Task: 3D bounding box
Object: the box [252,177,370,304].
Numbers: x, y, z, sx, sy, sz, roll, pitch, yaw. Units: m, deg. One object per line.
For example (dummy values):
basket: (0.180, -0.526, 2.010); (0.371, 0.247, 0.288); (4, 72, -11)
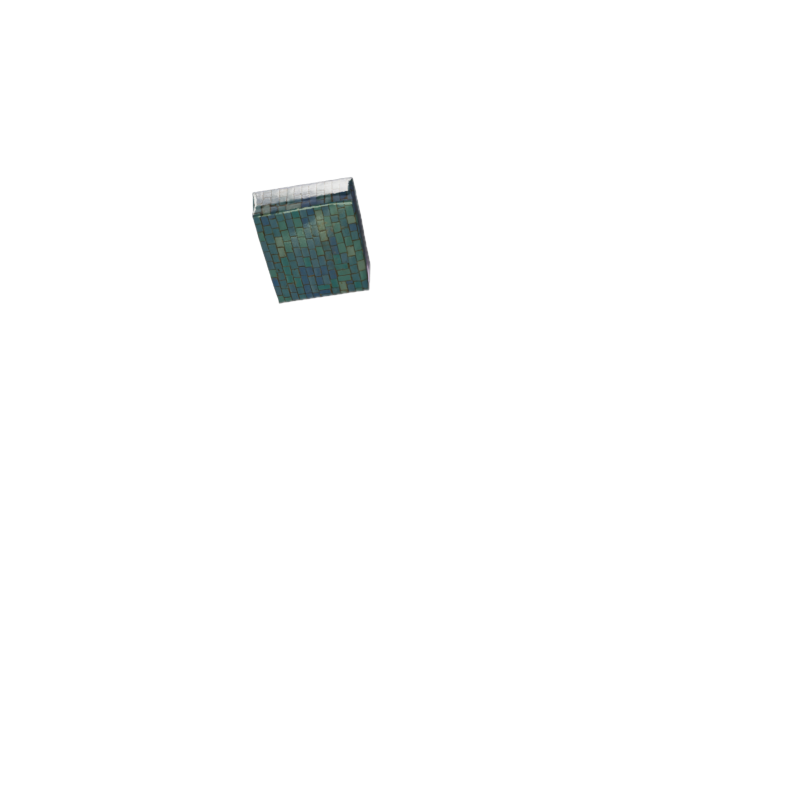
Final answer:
box: (-0.077, -0.141, 0.989); (0.090, 0.105, 0.042); (-7, 44, 6)
